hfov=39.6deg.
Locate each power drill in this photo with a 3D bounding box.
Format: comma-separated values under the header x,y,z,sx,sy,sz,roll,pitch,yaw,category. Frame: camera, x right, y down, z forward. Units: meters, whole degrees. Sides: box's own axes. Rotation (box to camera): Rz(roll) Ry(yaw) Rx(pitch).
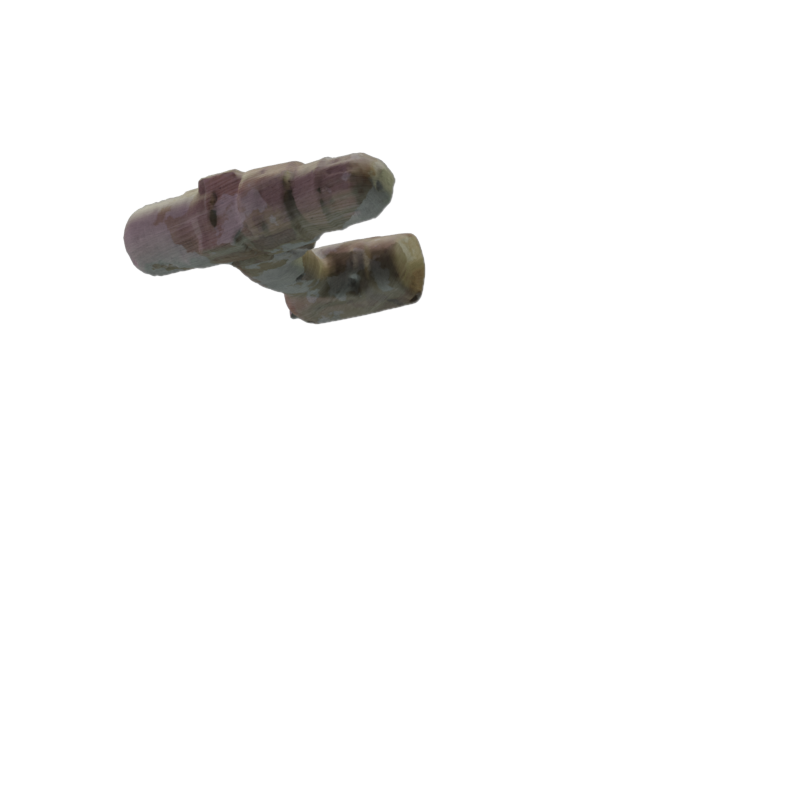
x,y,z,sx,sy,sz,roll,pitch,yaw,category
-0.057,-0.103,0.723,0.189,0.060,0.176,-7,-14,28,power drill
